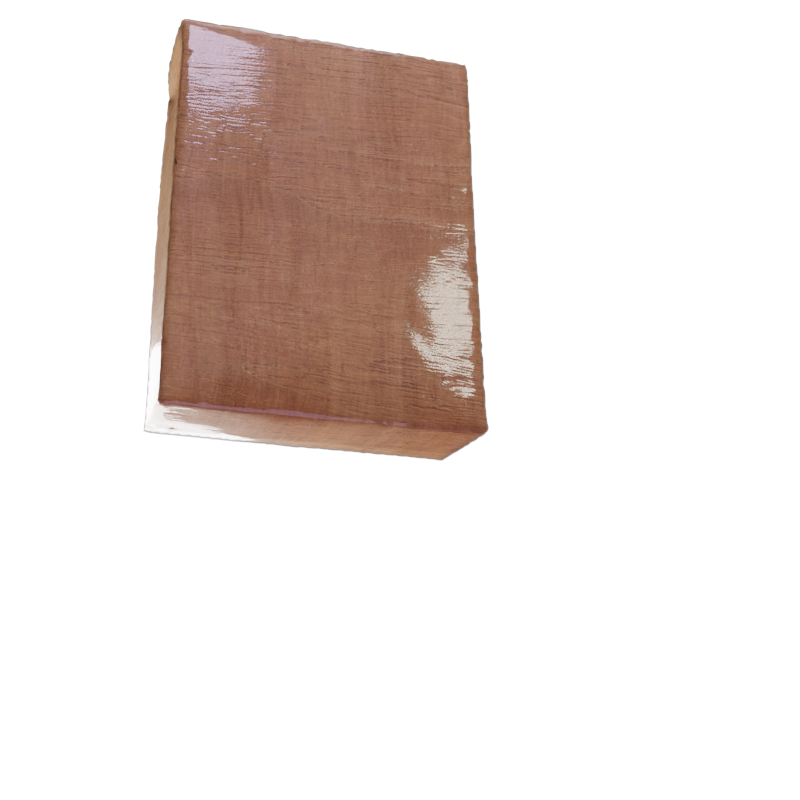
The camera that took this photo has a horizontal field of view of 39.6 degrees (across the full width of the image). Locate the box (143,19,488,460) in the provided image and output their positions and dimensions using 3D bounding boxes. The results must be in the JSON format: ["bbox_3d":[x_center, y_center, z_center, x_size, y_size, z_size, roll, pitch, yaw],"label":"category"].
[{"bbox_3d":[-0.046,-0.084,0.588,0.160,0.226,0.070,5,-25,-15],"label":"box"}]
